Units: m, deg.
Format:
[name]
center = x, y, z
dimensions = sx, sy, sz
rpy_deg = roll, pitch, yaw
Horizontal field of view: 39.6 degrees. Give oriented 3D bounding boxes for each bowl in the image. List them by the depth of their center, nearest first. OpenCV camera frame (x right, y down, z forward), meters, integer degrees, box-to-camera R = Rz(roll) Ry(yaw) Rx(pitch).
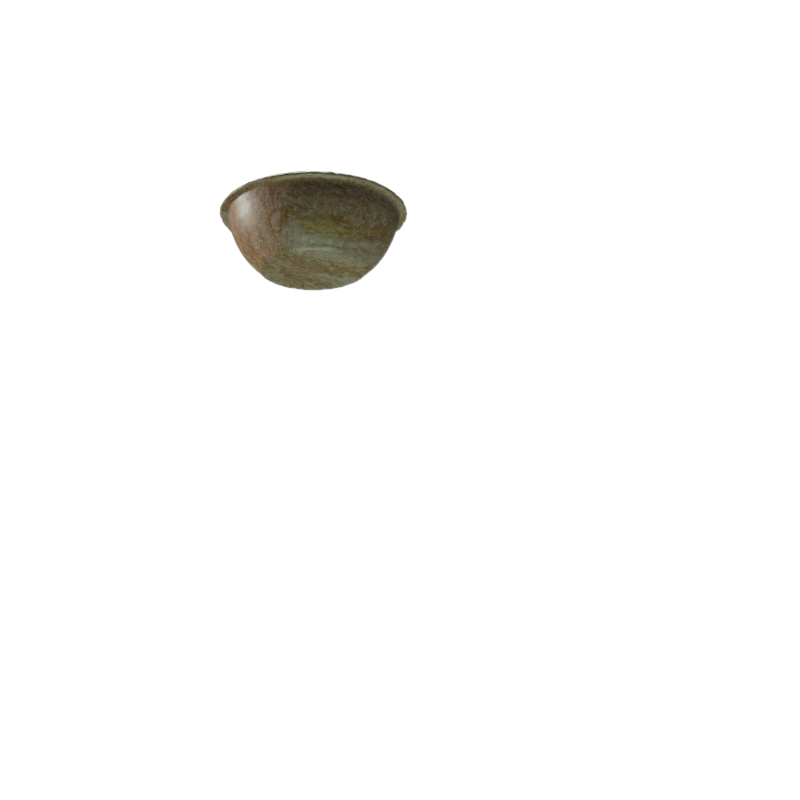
[bowl]
center = -0.074, -0.136, 0.950
dimensions = 0.162, 0.058, 0.155
rpy_deg = 0, -18, -2
